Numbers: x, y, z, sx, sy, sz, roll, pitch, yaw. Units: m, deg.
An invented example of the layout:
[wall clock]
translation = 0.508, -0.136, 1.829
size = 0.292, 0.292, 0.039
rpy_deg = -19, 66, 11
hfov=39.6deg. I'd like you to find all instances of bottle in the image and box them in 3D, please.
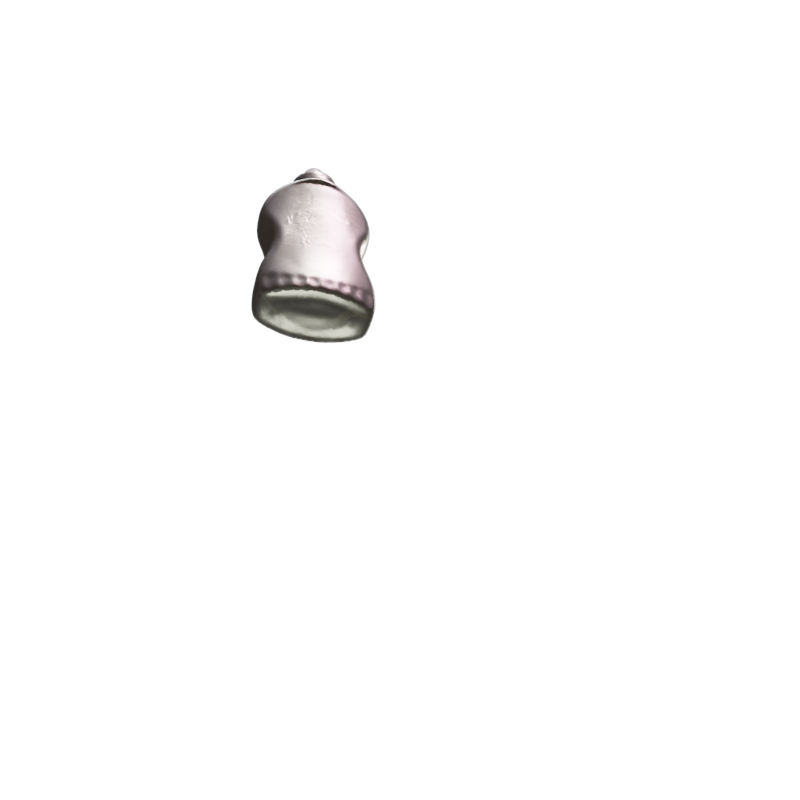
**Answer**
[bottle]
translation = -0.073, -0.134, 0.937
size = 0.095, 0.055, 0.206
rpy_deg = 7, 42, -10
